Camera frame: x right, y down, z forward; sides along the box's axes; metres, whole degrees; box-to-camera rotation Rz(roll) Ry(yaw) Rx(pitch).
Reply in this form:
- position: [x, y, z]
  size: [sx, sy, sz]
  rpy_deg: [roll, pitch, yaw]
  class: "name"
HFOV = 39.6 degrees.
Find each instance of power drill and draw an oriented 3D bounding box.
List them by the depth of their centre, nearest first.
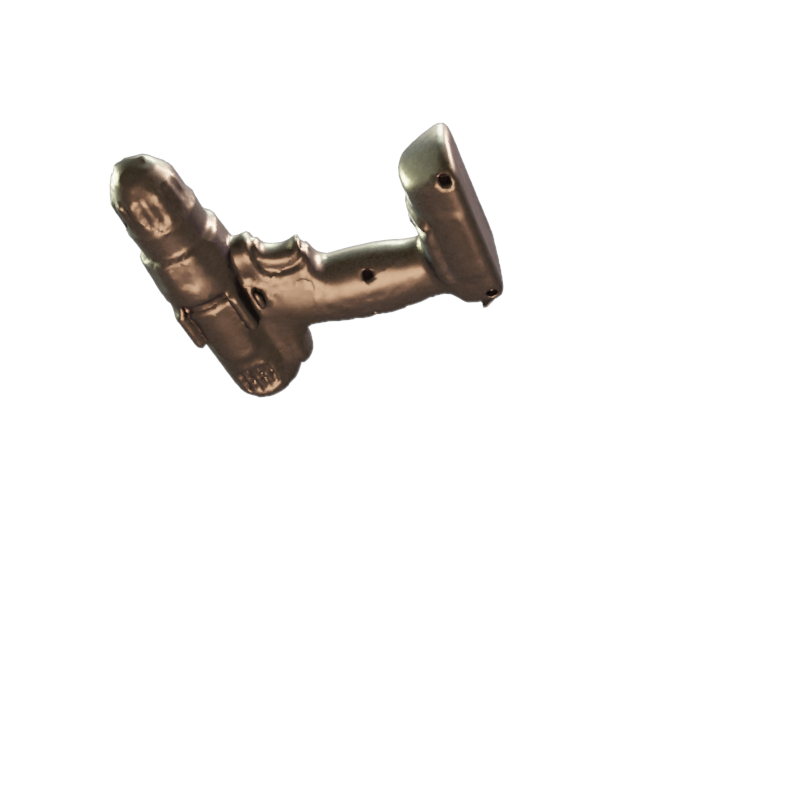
- position: [-0.049, -0.089, 0.627]
  size: [0.189, 0.062, 0.170]
  rpy_deg: [-16, -45, 16]
  class: "power drill"
